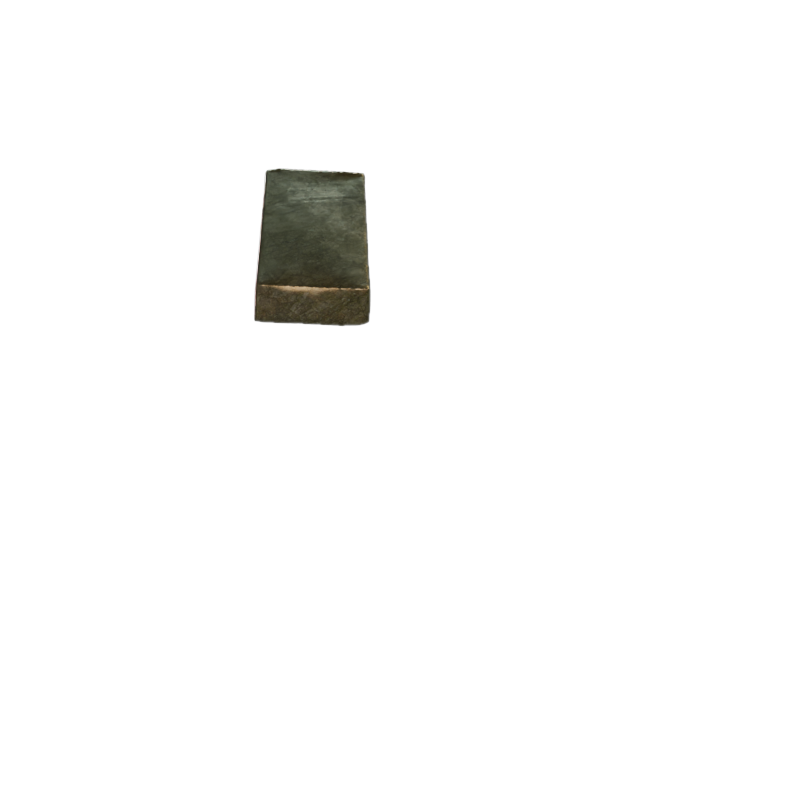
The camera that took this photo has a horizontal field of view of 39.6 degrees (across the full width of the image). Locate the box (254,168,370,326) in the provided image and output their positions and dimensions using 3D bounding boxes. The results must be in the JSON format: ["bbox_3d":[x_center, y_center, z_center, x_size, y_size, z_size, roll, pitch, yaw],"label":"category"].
[{"bbox_3d":[-0.074,-0.135,0.944,0.093,0.045,0.189,1,42,-4],"label":"box"}]
